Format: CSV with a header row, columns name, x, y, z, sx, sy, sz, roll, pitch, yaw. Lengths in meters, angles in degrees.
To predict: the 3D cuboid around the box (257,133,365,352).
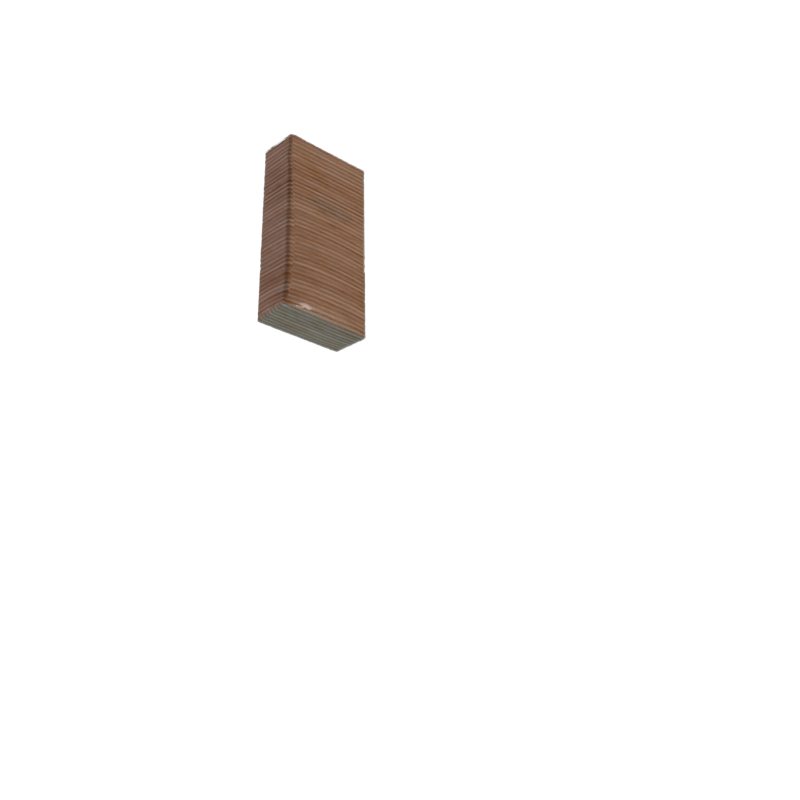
name,x,y,z,sx,sy,sz,roll,pitch,yaw
box,-0.077,-0.141,0.986,0.088,0.188,0.048,23,-39,-36
